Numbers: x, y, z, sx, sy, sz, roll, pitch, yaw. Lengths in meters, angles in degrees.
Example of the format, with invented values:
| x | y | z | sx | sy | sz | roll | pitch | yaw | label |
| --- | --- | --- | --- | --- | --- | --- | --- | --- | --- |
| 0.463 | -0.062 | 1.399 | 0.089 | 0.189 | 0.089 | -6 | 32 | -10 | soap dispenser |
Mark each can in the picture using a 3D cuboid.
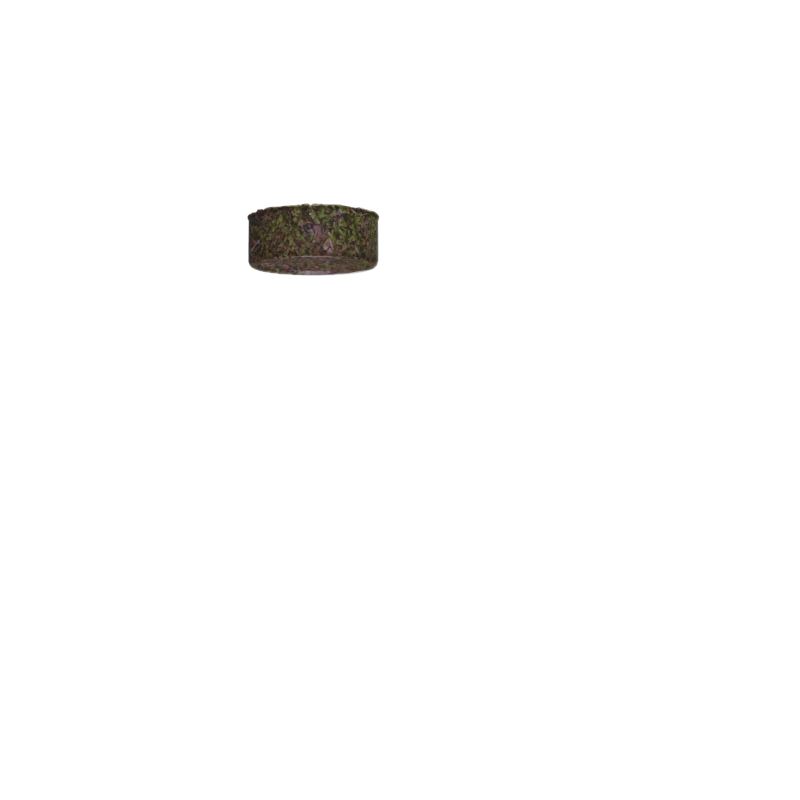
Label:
| x | y | z | sx | sy | sz | roll | pitch | yaw | label |
| --- | --- | --- | --- | --- | --- | --- | --- | --- | --- |
| -0.056 | -0.103 | 0.719 | 0.086 | 0.034 | 0.085 | 0 | -3 | -2 | can |
